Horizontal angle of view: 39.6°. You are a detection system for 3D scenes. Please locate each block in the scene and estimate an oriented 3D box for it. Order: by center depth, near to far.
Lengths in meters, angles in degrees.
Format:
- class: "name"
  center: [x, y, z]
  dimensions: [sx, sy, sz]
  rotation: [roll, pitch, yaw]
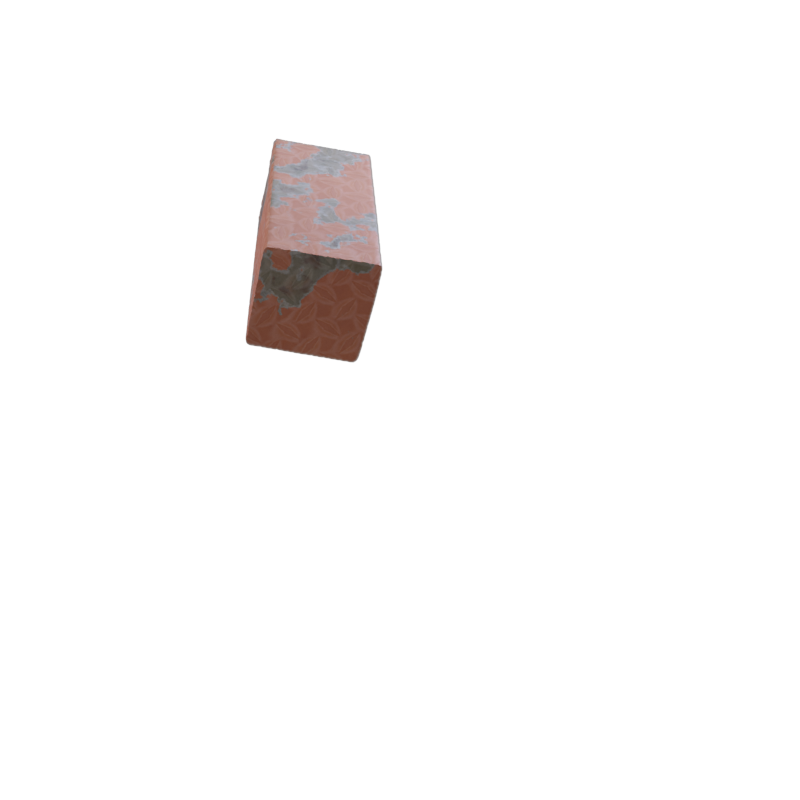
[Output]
- class: "block"
  center: [-0.072, -0.131, 0.919]
  dimensions: [0.089, 0.086, 0.220]
  rotation: [9, 32, -9]
